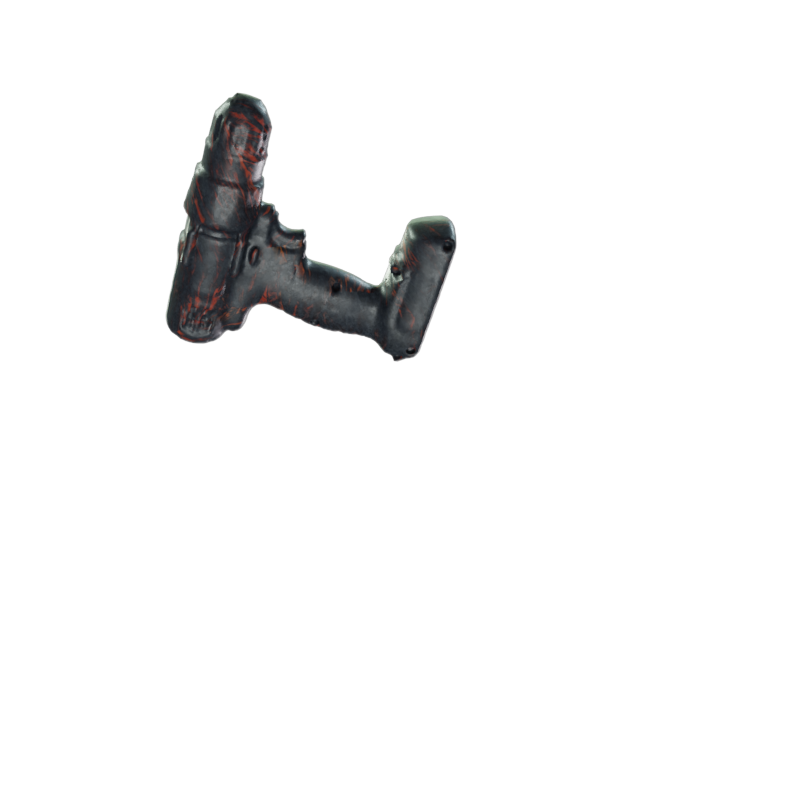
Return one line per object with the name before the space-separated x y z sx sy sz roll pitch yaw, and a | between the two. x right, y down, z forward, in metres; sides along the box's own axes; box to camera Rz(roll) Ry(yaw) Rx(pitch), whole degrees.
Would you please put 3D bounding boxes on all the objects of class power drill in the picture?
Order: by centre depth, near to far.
power drill | -0.061 -0.111 0.777 0.185 0.176 0.061 14 27 -7
